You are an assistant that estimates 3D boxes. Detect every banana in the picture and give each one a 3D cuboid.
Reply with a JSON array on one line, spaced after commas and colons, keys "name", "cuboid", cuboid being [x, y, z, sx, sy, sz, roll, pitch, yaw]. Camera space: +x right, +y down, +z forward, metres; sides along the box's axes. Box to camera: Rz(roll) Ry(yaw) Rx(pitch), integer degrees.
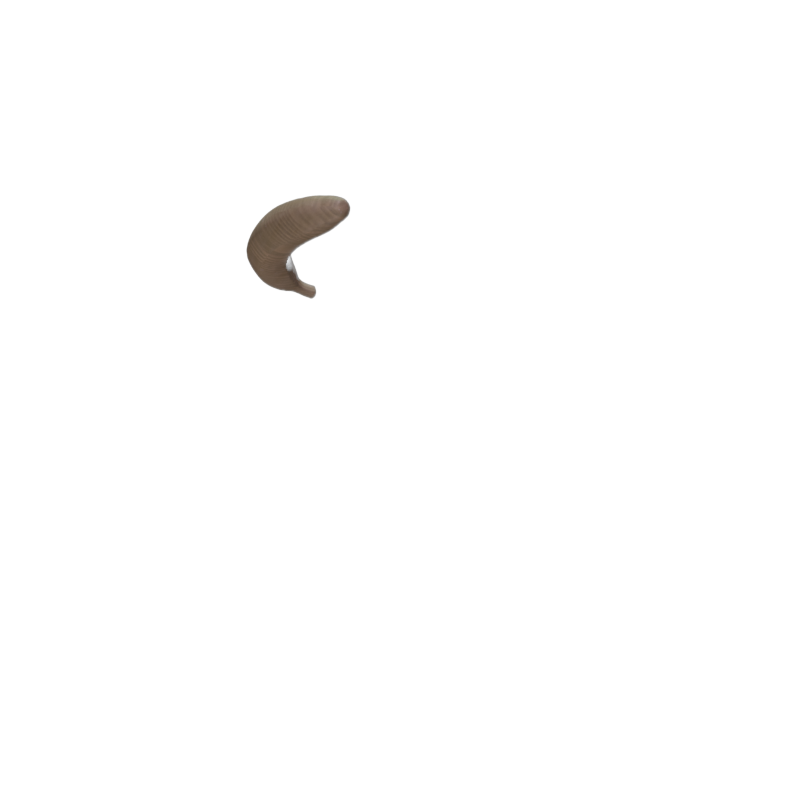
[{"name": "banana", "cuboid": [-0.091, -0.131, 0.918, 0.069, 0.038, 0.193, 3, -13, -11]}]
